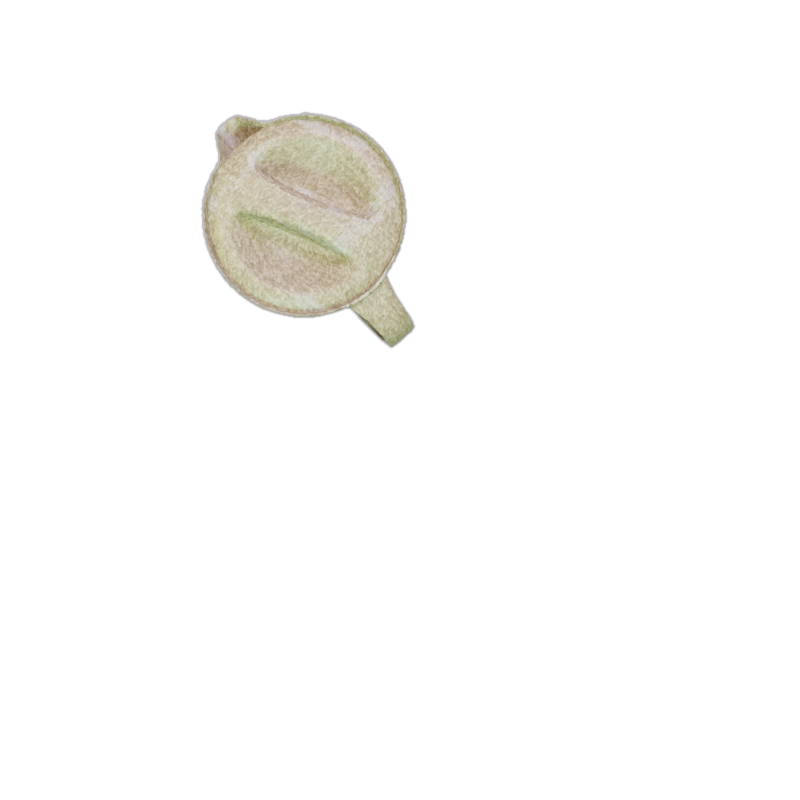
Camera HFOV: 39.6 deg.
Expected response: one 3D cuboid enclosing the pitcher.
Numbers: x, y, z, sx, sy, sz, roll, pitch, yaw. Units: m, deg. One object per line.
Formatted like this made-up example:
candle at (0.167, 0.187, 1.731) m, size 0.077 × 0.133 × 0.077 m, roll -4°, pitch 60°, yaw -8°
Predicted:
pitcher at (-0.065, -0.119, 0.834) m, size 0.144 × 0.150 × 0.243 m, roll 3°, pitch 1°, yaw -3°
